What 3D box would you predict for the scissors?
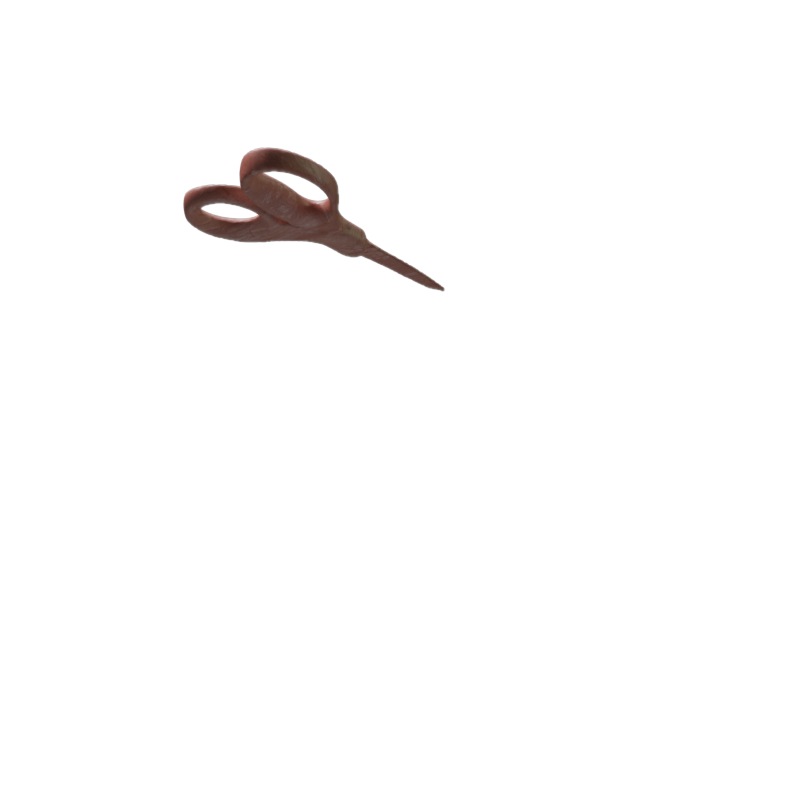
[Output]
[{"bbox_3d":[-0.051,-0.093,0.650,0.098,0.017,0.188,-8,-20,21],"label":"scissors"}]
